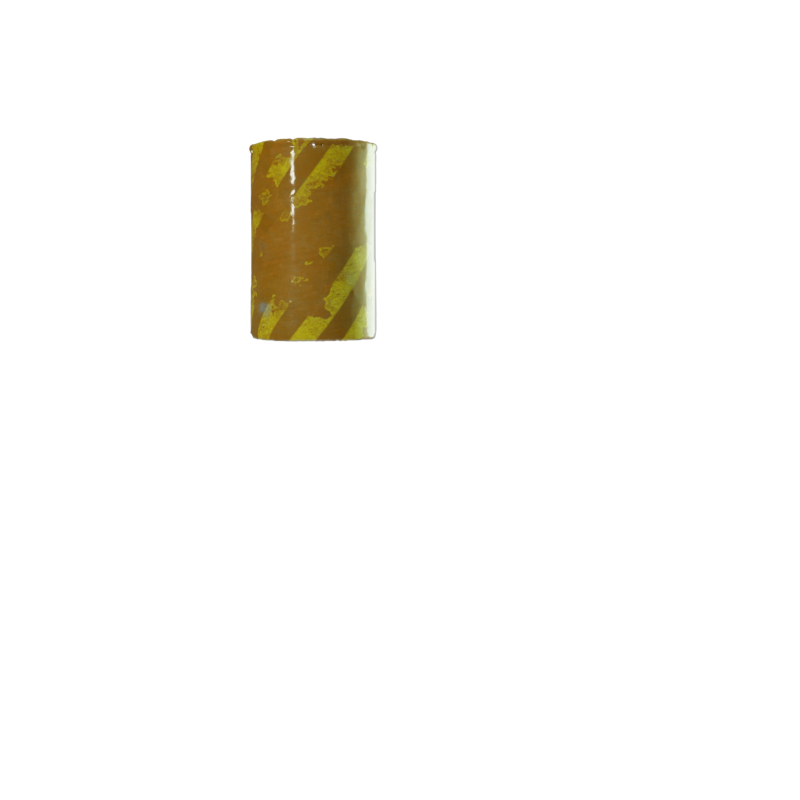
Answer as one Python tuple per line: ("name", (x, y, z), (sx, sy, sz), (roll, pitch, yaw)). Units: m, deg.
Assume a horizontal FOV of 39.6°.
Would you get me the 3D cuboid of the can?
("can", (-0.046, -0.084, 0.585), (0.068, 0.103, 0.069), (0, 0, -2))
